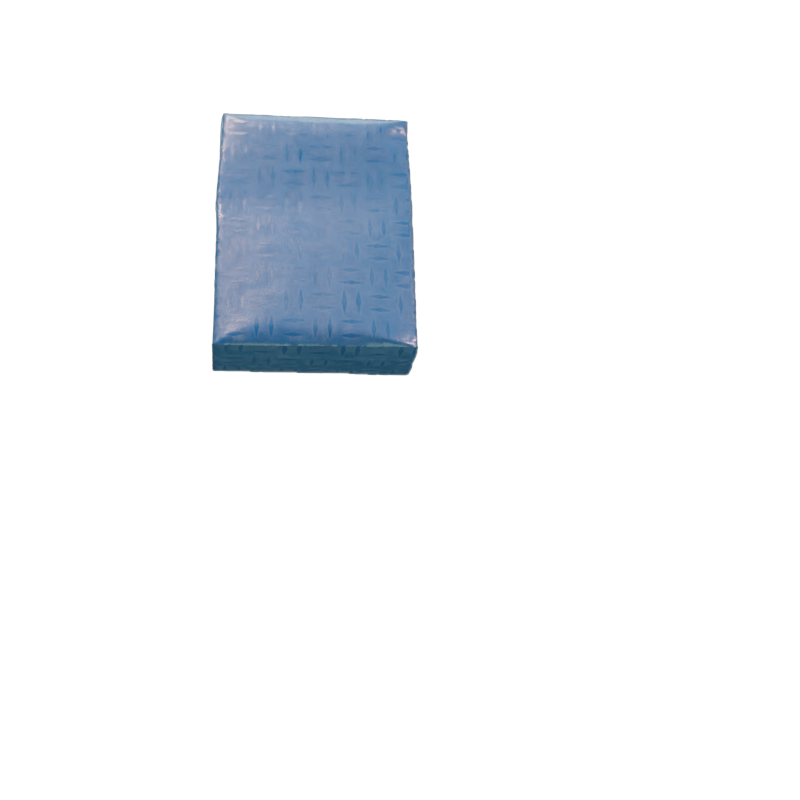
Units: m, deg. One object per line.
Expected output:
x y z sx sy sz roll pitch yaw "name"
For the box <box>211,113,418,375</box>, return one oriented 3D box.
-0.072 -0.132 0.924 0.163 0.226 0.068 1 -24 -5 "box"
